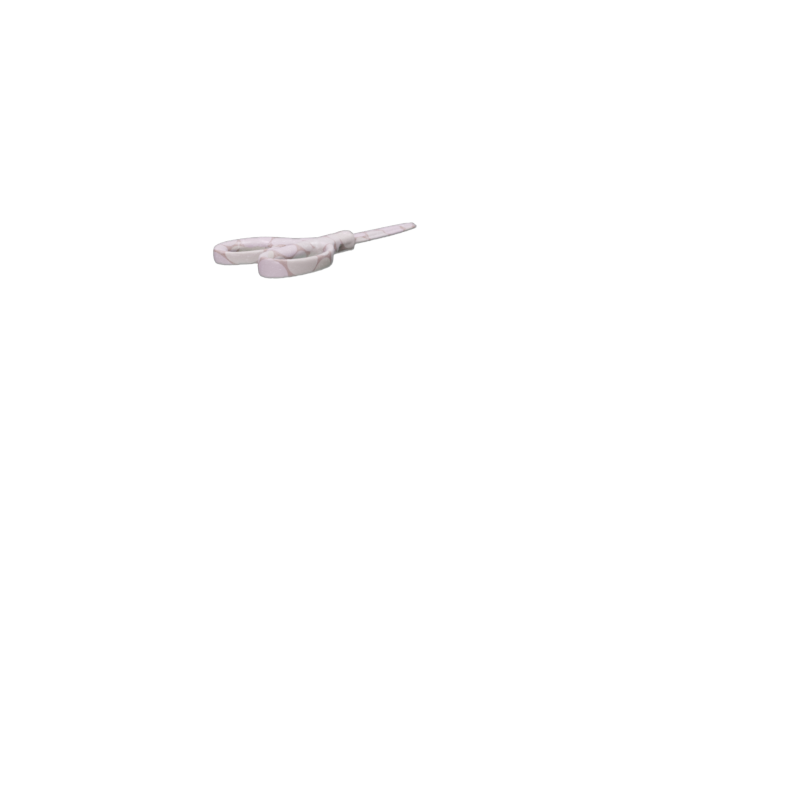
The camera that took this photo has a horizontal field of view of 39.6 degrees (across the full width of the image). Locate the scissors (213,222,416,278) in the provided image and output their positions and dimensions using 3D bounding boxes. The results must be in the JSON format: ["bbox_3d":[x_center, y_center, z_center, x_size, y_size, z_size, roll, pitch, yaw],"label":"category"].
[{"bbox_3d":[-0.065,-0.118,0.829,0.099,0.015,0.202,7,19,19],"label":"scissors"}]
